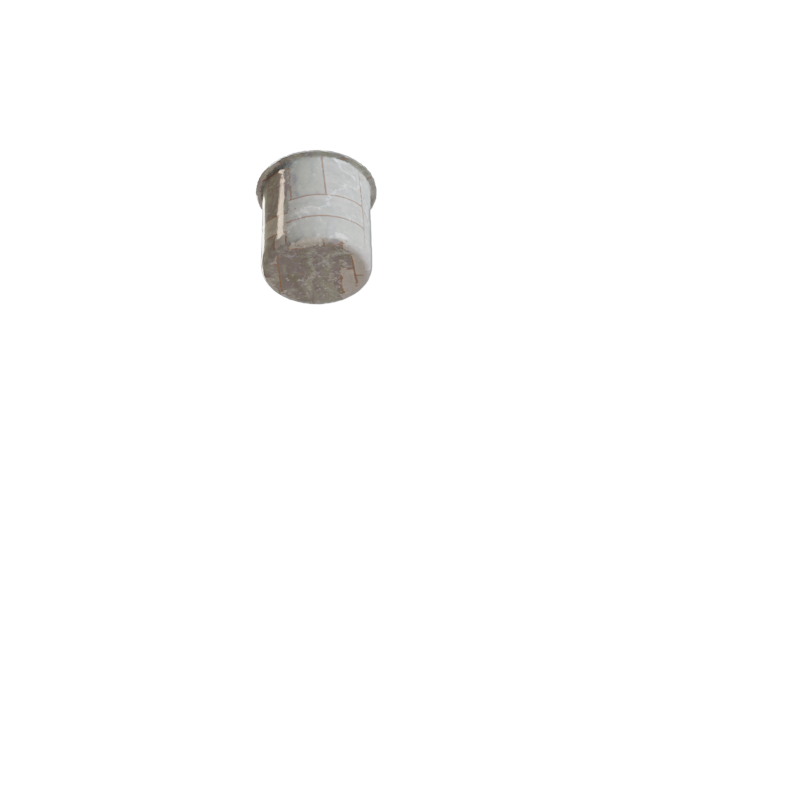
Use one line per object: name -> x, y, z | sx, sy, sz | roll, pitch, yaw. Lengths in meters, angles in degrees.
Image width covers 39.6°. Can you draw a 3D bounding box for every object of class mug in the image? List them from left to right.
mug -> -0.066, -0.120, 0.838 | 0.092, 0.087, 0.111 | 7, -37, -12
